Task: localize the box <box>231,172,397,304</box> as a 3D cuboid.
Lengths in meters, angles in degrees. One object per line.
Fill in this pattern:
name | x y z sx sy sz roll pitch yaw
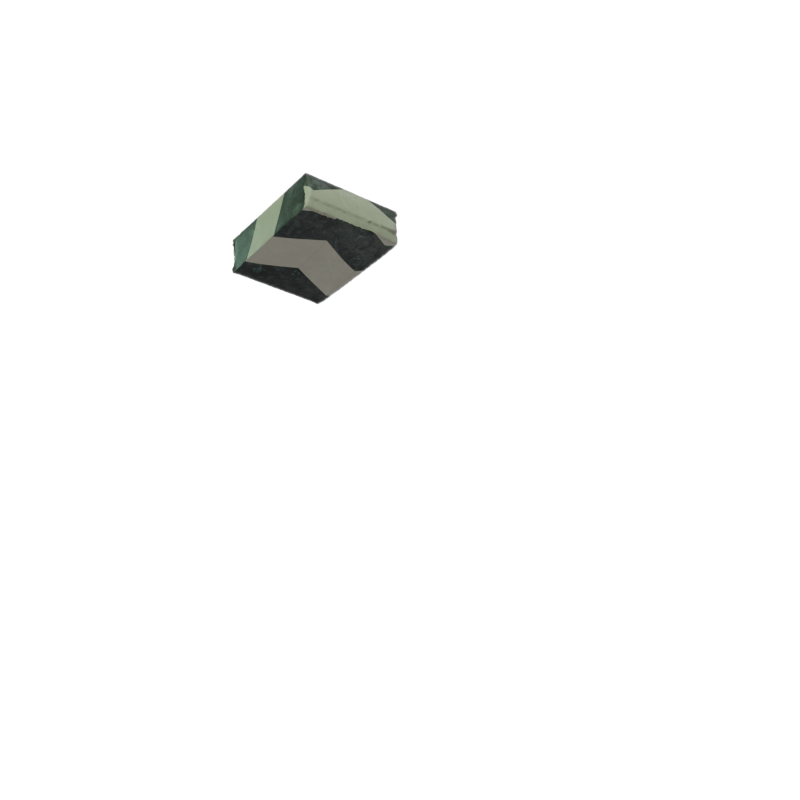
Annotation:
box | -0.070 -0.128 0.898 0.085 0.042 0.112 22 -38 -31
